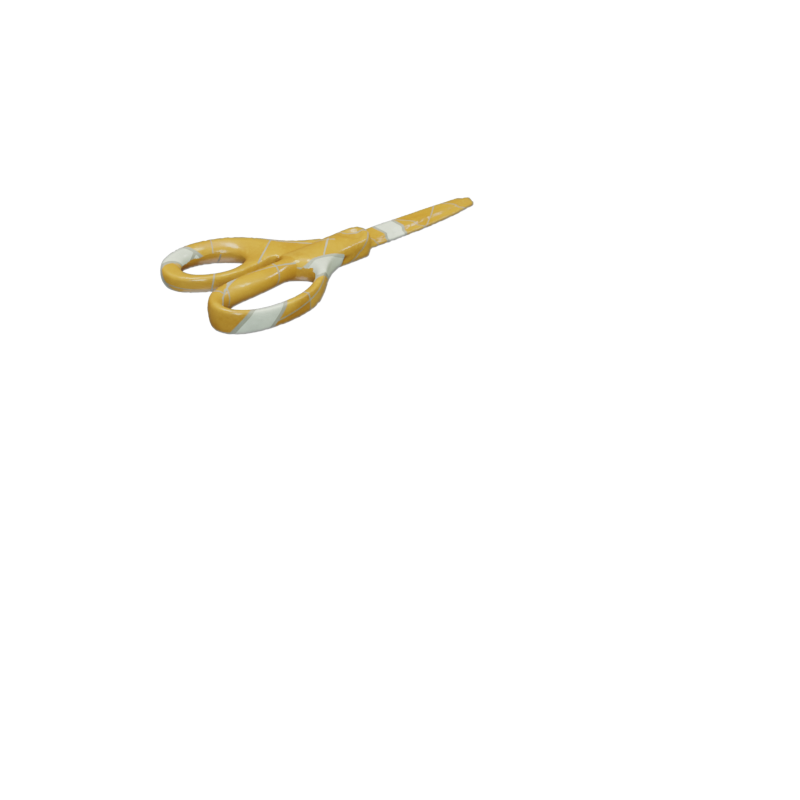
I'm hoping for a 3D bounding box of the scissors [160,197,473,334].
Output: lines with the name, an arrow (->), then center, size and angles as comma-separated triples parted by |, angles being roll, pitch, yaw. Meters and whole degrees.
scissors -> -0.047, -0.085, 0.597 | 0.101, 0.015, 0.204 | 16, 33, 25
